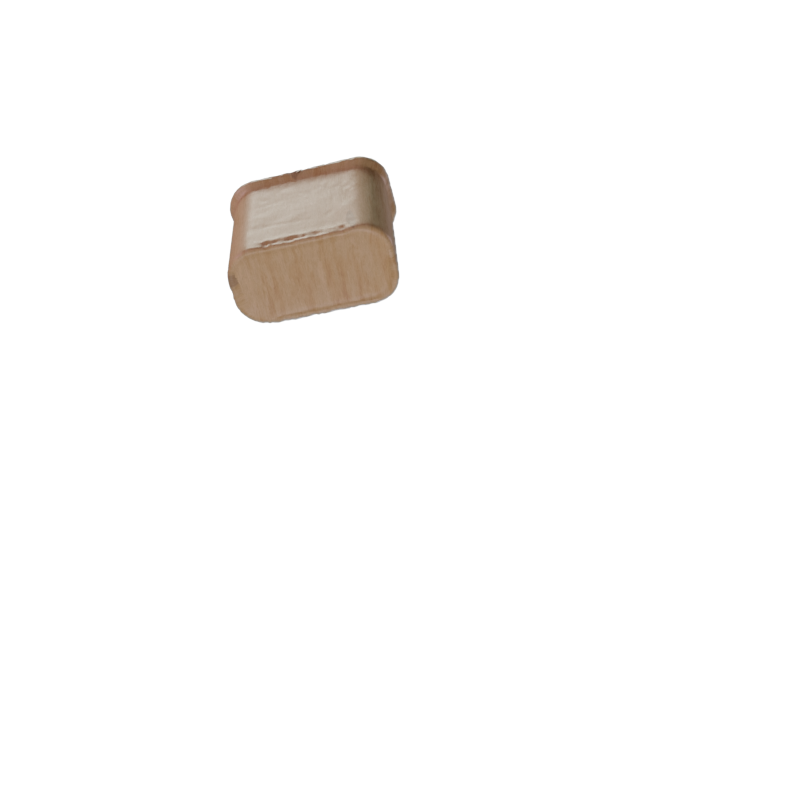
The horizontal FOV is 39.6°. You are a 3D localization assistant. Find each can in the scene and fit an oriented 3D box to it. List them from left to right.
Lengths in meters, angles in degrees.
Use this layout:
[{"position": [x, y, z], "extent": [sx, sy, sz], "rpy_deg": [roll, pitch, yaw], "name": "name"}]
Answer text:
[{"position": [-0.052, -0.095, 0.662], "extent": [0.102, 0.053, 0.089], "rpy_deg": [-12, 35, 6], "name": "can"}]
